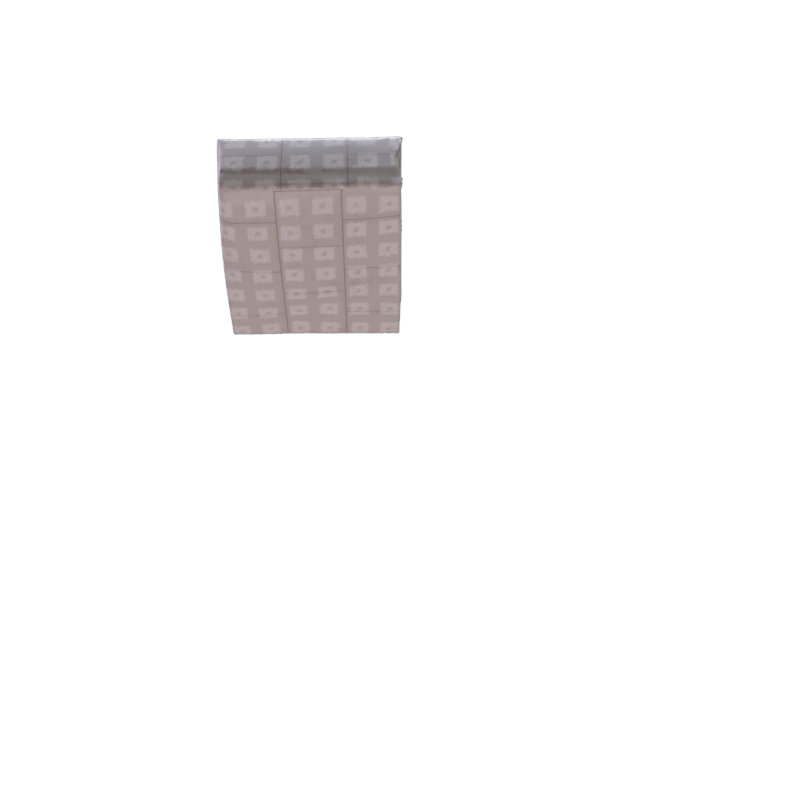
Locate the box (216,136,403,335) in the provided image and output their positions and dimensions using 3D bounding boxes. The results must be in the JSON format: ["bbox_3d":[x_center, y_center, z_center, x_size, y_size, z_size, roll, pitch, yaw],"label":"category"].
[{"bbox_3d":[-0.044,-0.079,0.556,0.090,0.042,0.106,0,-37,-1],"label":"box"}]
